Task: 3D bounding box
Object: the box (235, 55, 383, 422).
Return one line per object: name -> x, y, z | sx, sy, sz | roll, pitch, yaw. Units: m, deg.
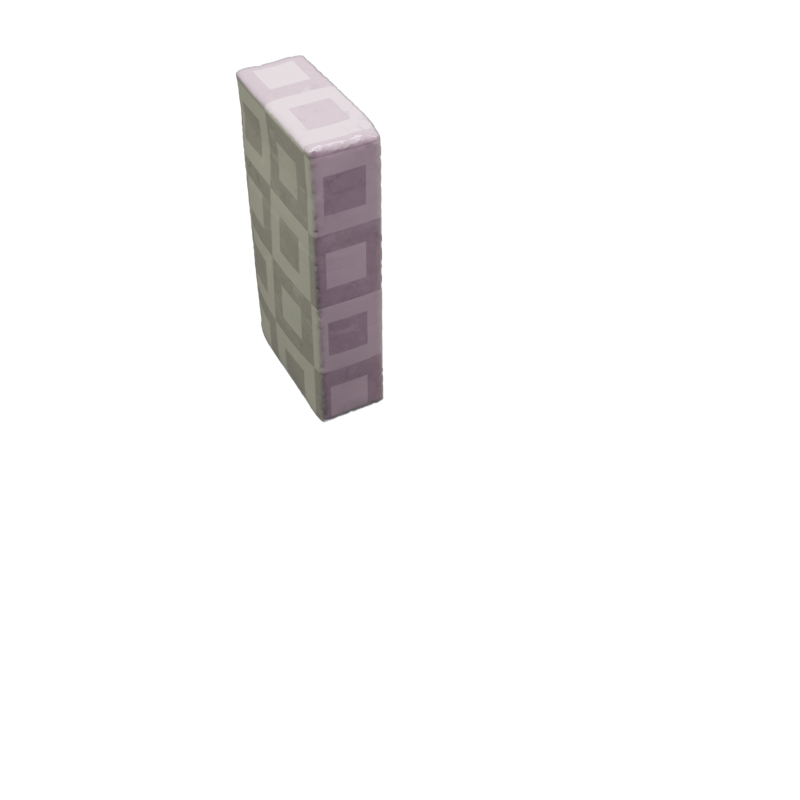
box -> -0.046, -0.085, 0.594 | 0.047, 0.164, 0.101 | -16, 43, -22
